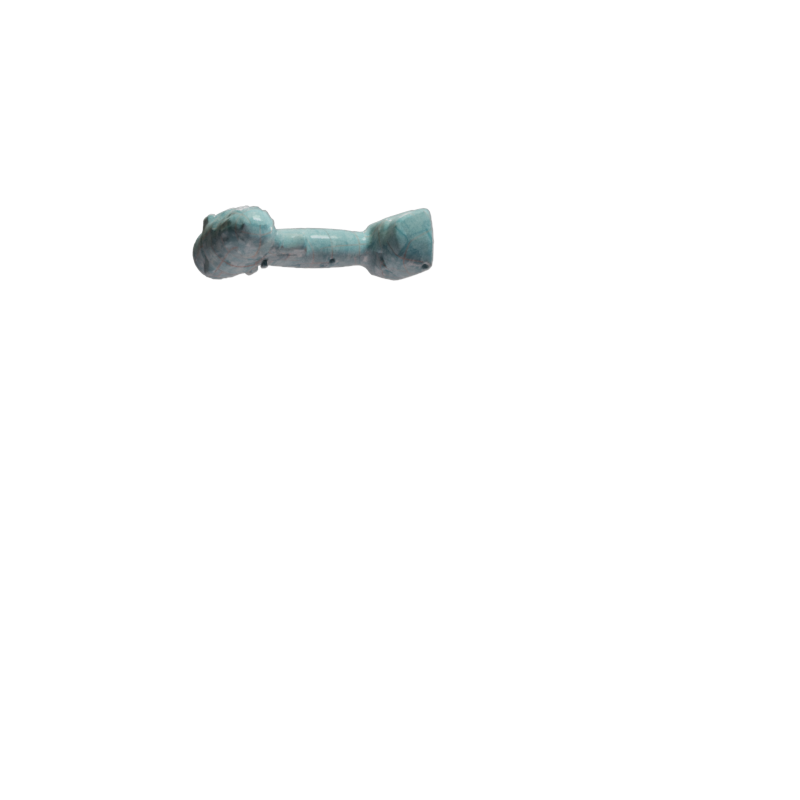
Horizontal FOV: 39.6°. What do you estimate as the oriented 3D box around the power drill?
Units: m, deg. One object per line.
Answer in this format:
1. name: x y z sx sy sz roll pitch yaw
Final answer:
1. power drill: -0.072 -0.131 0.917 0.184 0.058 0.188 -1 2 -17
